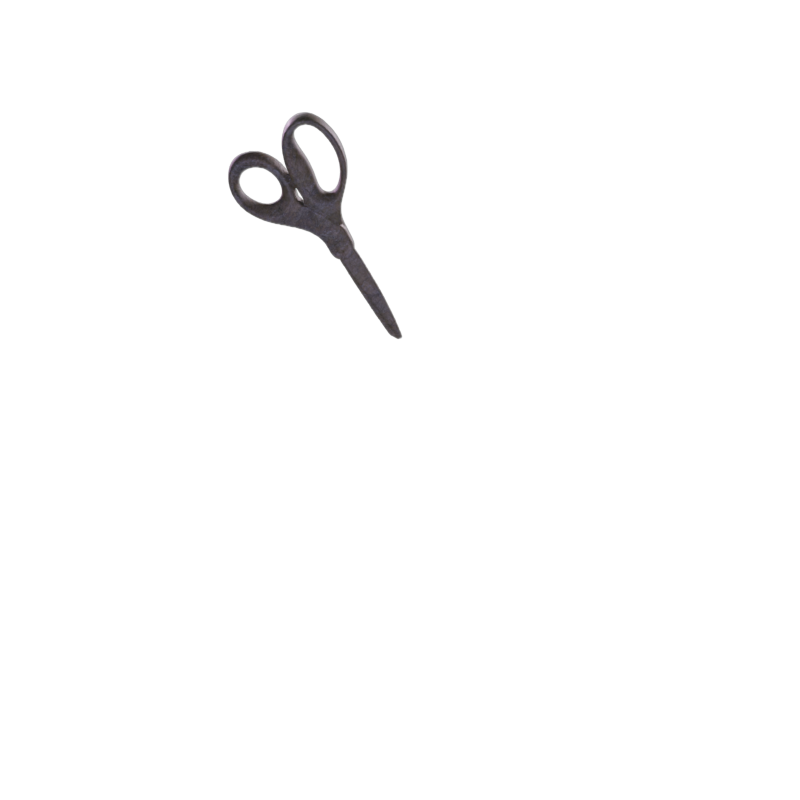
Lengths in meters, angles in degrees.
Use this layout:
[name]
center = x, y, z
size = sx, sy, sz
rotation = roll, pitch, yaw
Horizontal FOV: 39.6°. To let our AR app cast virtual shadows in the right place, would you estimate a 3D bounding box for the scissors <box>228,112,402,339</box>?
[scissors]
center = -0.065, -0.118, 0.827
size = 0.097, 0.188, 0.017
rotation = -10, 31, 6
